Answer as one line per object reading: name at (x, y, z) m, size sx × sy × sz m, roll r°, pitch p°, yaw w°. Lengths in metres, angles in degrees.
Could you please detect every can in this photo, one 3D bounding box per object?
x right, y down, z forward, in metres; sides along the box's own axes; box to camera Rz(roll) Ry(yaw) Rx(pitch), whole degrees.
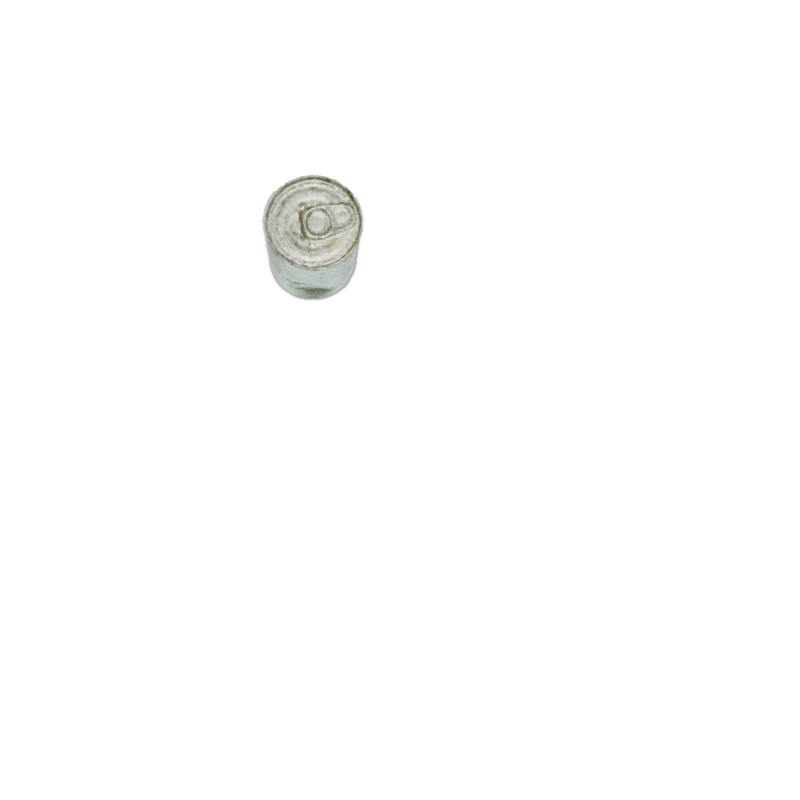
can at (-0.063, -0.115, 0.809) m, size 0.068 × 0.071 × 0.099 m, roll 0°, pitch -10°, yaw -3°
